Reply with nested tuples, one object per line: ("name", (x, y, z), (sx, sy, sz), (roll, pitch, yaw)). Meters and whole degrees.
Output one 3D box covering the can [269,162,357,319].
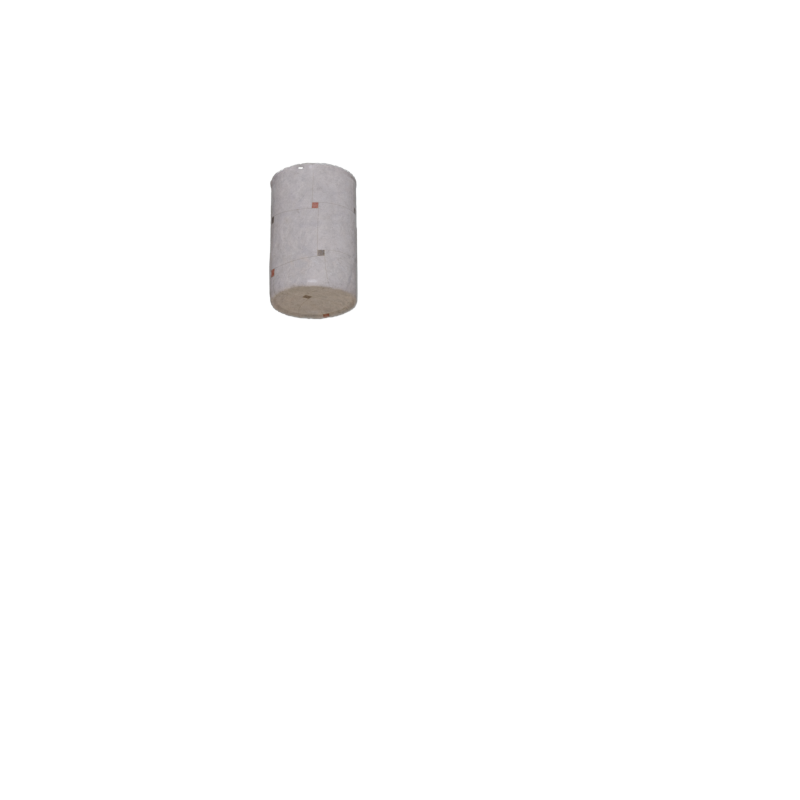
("can", (-0.066, -0.121, 0.848), (0.068, 0.108, 0.065), (0, -23, -2))
